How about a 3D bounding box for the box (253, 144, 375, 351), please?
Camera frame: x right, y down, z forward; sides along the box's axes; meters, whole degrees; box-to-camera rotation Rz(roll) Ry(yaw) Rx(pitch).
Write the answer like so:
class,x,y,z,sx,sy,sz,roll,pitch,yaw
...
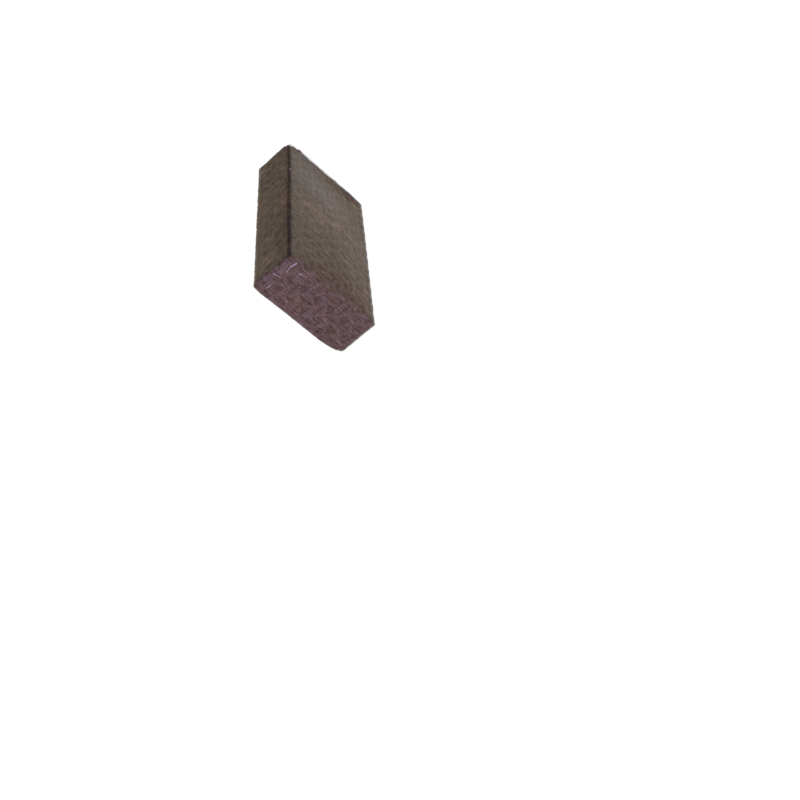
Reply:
class,x,y,z,sx,sy,sz,roll,pitch,yaw
box,-0.069,-0.127,0.885,0.047,0.189,0.088,-38,-58,25
